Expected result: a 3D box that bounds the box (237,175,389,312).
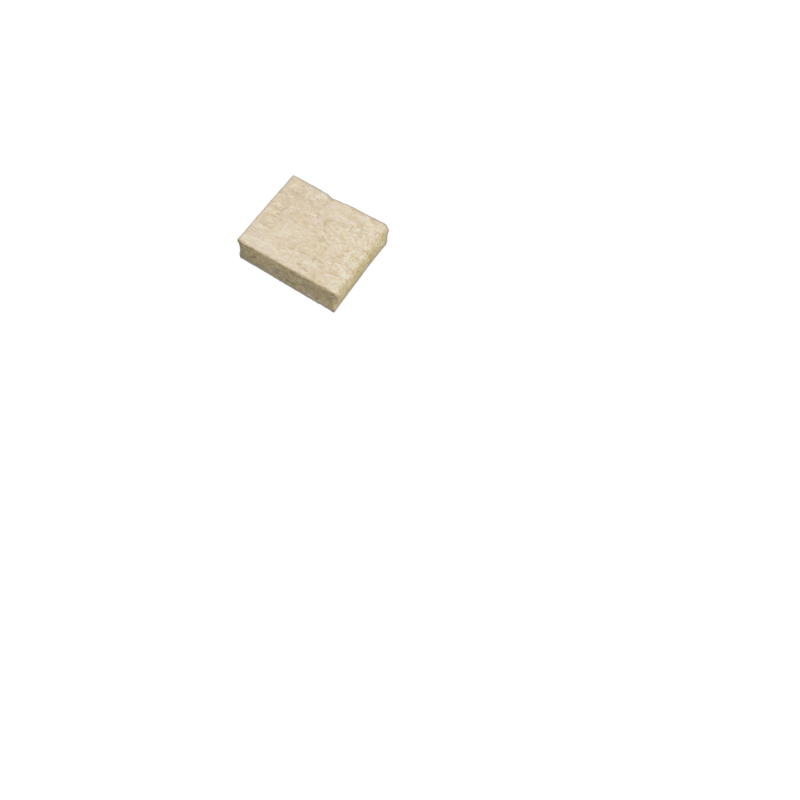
[{"bbox_3d":[-0.065,-0.119,0.831,0.093,0.075,0.028,29,-27,16],"label":"box"}]
